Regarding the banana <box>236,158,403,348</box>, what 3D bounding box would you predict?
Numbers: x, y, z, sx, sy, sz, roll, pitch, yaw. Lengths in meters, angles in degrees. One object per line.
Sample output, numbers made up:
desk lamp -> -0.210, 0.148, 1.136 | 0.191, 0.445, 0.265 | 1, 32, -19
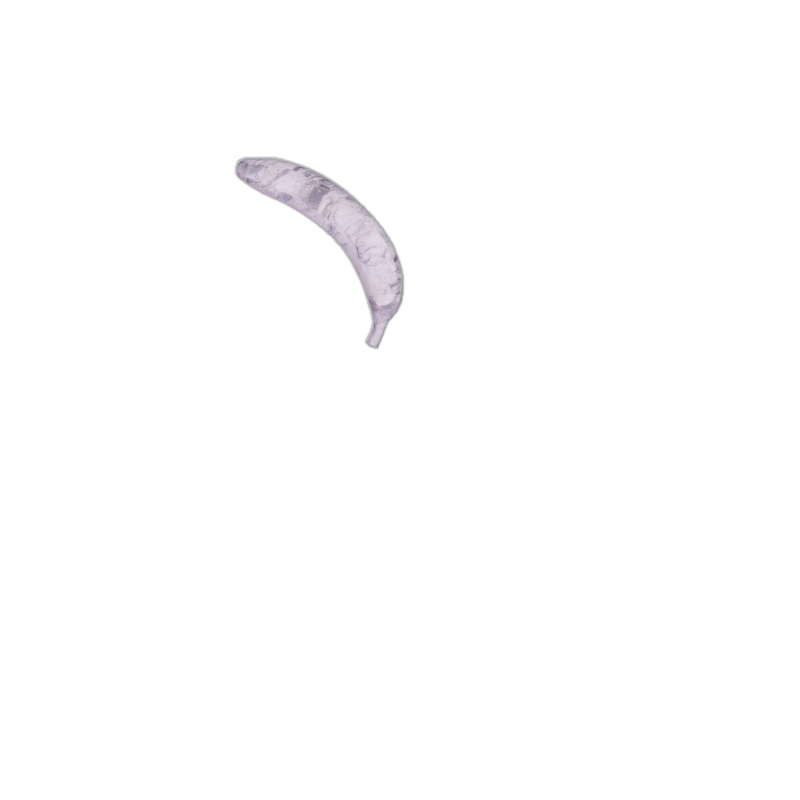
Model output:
banana -> -0.056, -0.141, 0.934 | 0.070, 0.203, 0.036 | -36, -9, -7
